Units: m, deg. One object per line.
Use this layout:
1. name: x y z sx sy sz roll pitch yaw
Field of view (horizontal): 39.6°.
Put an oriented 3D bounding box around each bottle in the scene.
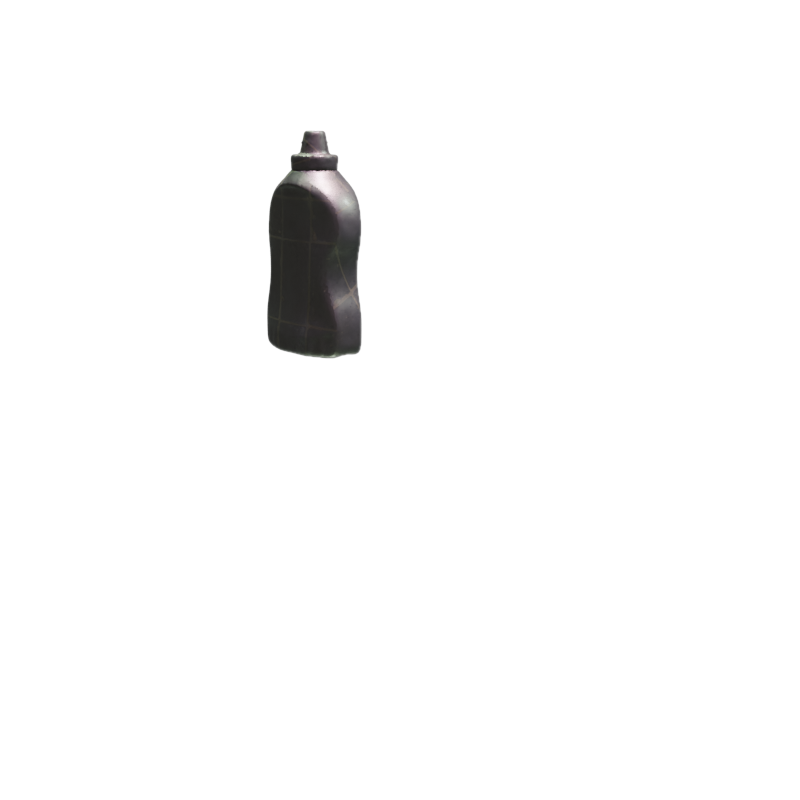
1. bottle: -0.075 -0.138 0.964 0.056 0.189 0.101 -5 10 -41
